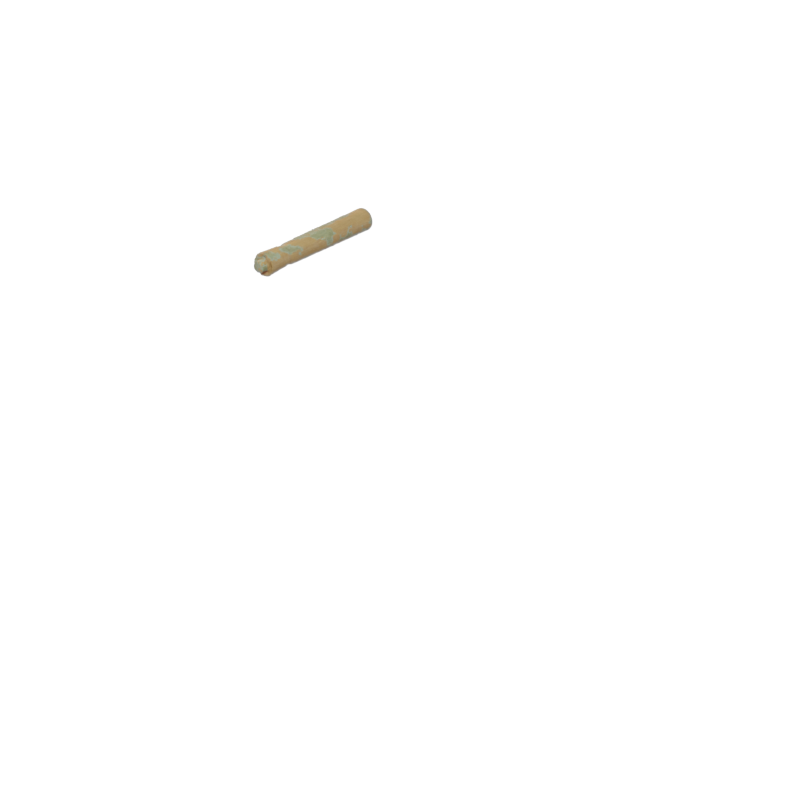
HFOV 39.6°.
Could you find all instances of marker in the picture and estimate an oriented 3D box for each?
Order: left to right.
[{"bbox_3d":[-0.067,-0.122,0.851,0.021,0.019,0.121,3,26,42],"label":"marker"}]
